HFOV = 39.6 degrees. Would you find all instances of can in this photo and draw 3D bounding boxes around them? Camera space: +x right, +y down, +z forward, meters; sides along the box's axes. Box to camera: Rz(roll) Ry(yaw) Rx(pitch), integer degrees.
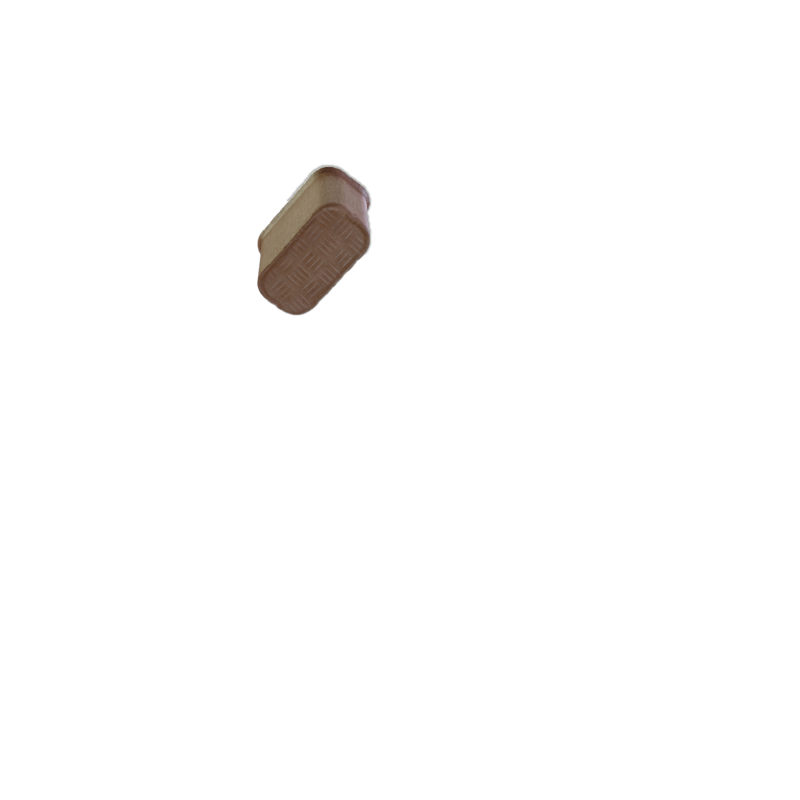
[{"bbox_3d":[-0.069,-0.125,0.877,0.055,0.100,0.089,37,19,-19],"label":"can"}]
